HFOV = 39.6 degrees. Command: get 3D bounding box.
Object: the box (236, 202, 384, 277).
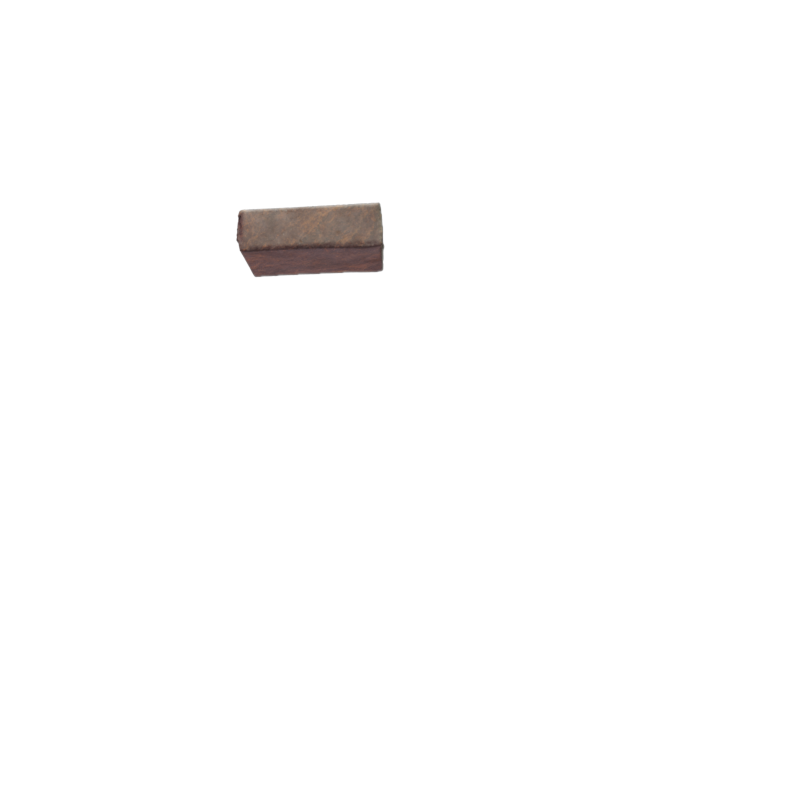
[{"bbox_3d":[-0.070,-0.127,0.891,0.114,0.040,0.087,0,-7,2],"label":"box"}]
